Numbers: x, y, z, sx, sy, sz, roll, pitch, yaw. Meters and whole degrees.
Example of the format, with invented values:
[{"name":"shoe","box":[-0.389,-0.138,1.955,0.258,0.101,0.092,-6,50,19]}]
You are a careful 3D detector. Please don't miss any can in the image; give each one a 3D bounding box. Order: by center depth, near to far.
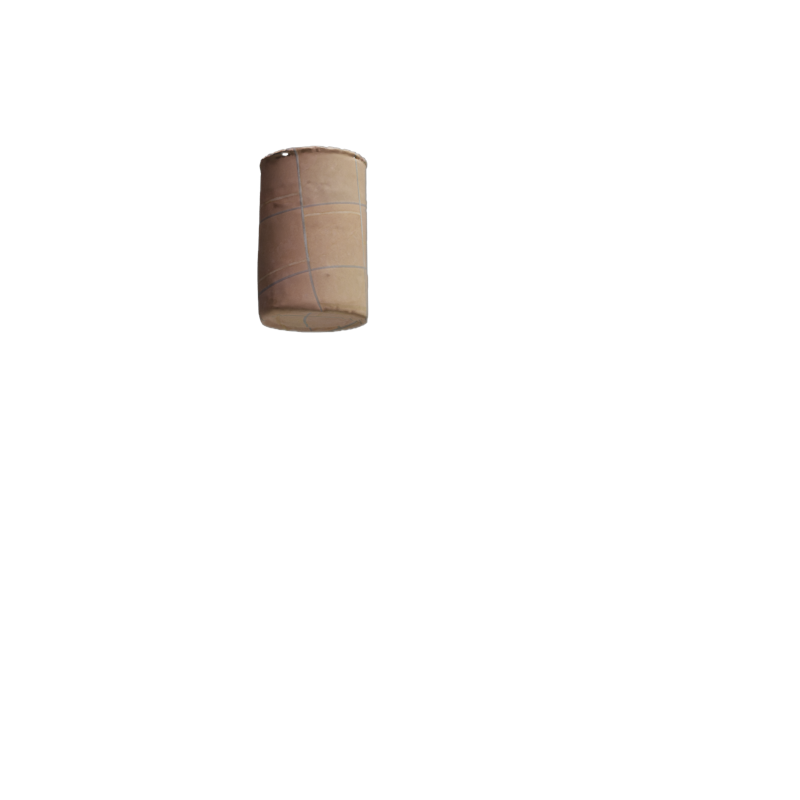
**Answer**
[{"name":"can","box":[-0.054,-0.098,0.684,0.068,0.106,0.066,0,-13,-2]}]
